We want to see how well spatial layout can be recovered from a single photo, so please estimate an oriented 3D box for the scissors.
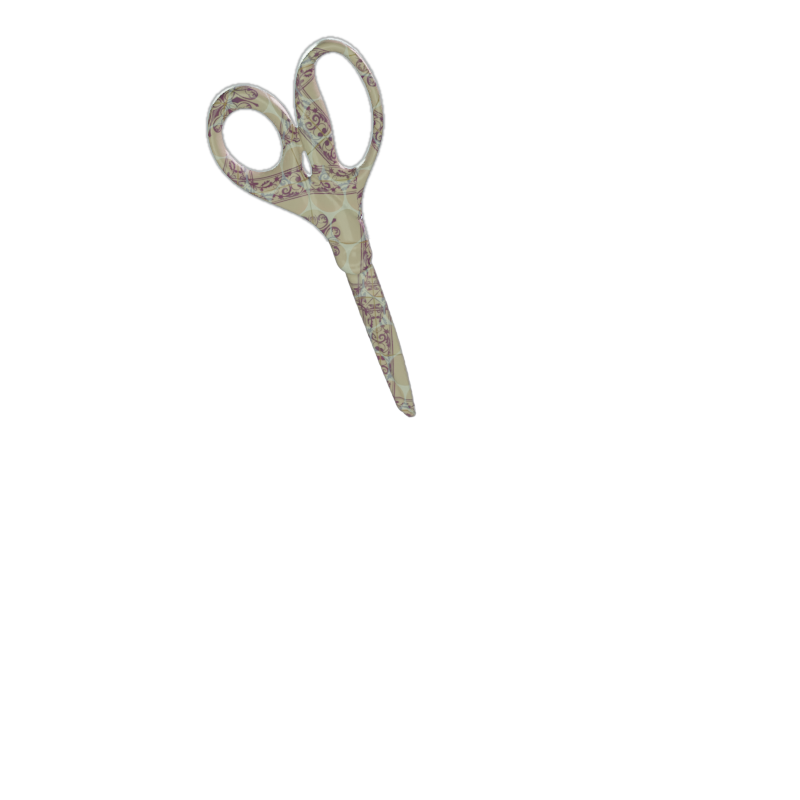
[{"bbox_3d":[-0.044,-0.080,0.561,0.096,0.193,0.016,-3,17,1],"label":"scissors"}]
